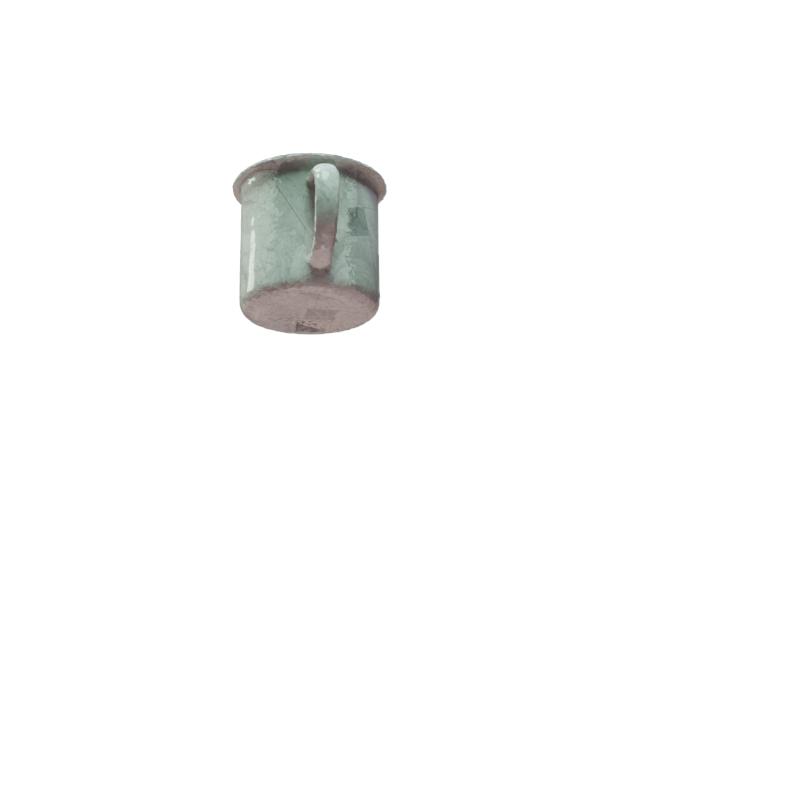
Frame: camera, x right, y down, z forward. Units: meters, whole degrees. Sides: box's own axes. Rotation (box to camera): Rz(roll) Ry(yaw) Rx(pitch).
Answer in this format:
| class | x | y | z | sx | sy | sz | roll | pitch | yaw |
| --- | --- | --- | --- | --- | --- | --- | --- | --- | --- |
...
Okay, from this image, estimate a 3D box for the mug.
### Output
| class | x | y | z | sx | sy | sz | roll | pitch | yaw |
| --- | --- | --- | --- | --- | --- | --- | --- | --- | --- |
| mug | -0.050 | -0.092 | 0.644 | 0.092 | 0.086 | 0.114 | 4 | -20 | -13 |
